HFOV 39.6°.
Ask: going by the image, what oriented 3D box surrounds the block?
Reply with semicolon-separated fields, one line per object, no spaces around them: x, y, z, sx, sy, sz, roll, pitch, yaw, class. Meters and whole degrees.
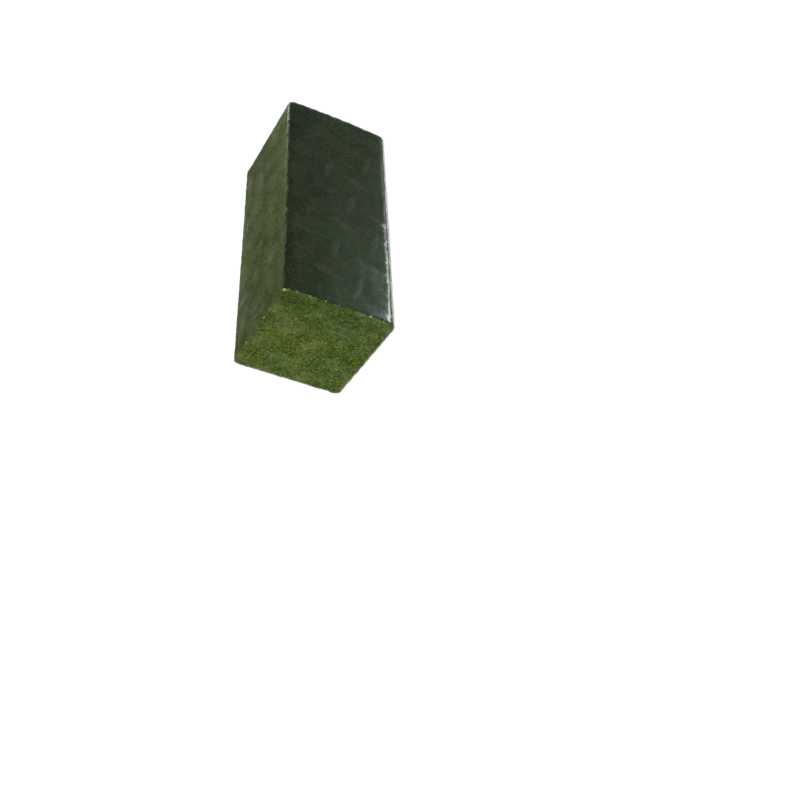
-0.067;-0.123;0.861;0.087;0.221;0.088;18;-46;-23;block
